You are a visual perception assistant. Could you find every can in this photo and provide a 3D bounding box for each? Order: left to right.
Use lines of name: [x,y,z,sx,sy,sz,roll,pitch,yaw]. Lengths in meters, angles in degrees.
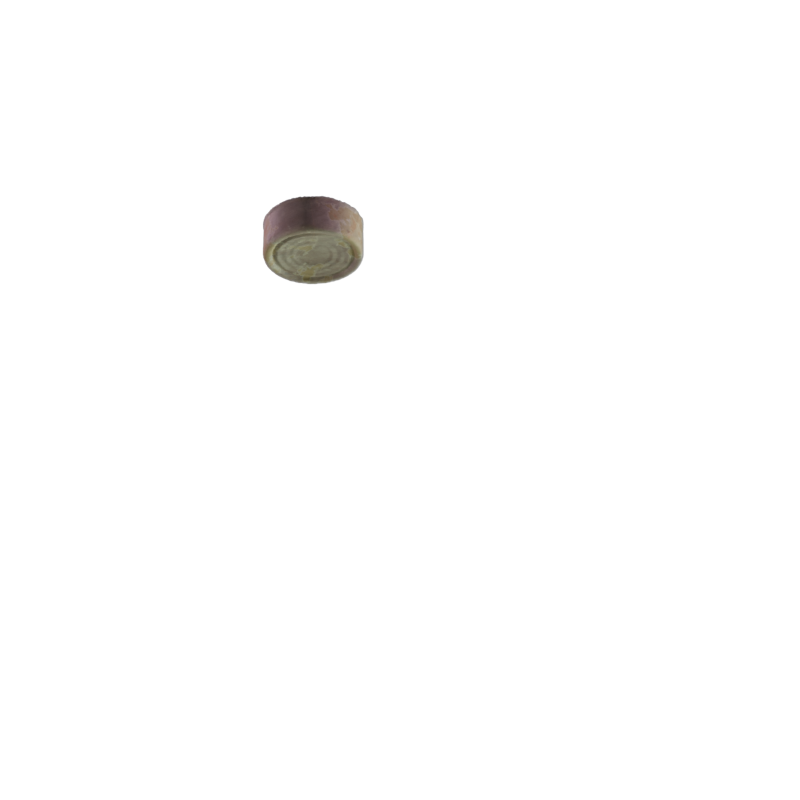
can: [-0.073,-0.133,0.931,0.086,0.036,0.081,1,-29,-2]
